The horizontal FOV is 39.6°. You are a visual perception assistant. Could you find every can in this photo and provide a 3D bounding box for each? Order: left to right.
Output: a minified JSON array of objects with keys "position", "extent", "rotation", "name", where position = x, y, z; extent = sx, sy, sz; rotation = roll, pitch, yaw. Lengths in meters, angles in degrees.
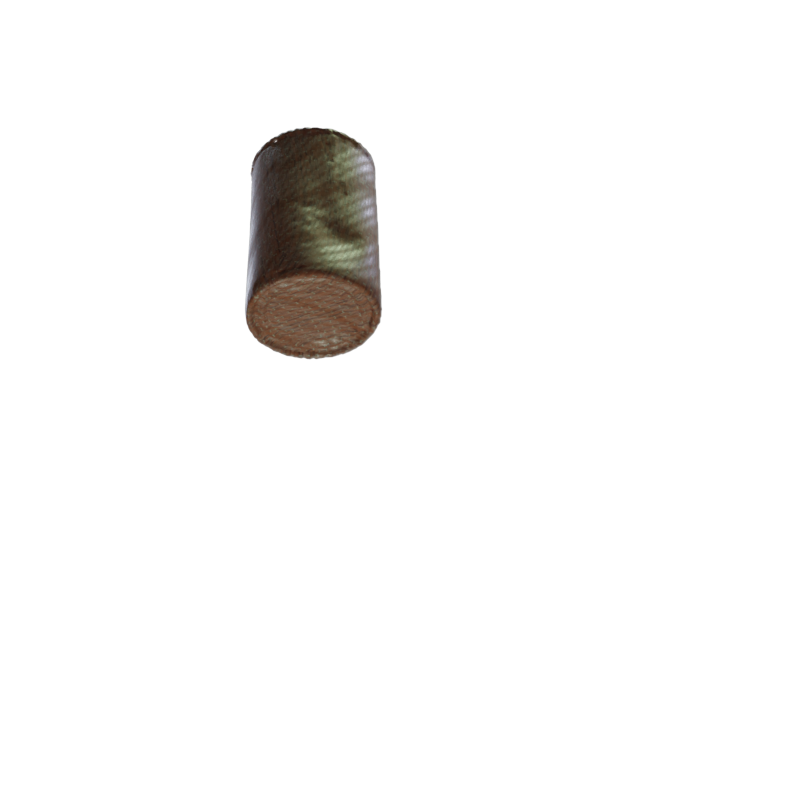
[{"position":[-0.045,-0.081,0.569],"extent":[0.068,0.110,0.064],"rotation":[-1,-39,-3],"name":"can"}]
